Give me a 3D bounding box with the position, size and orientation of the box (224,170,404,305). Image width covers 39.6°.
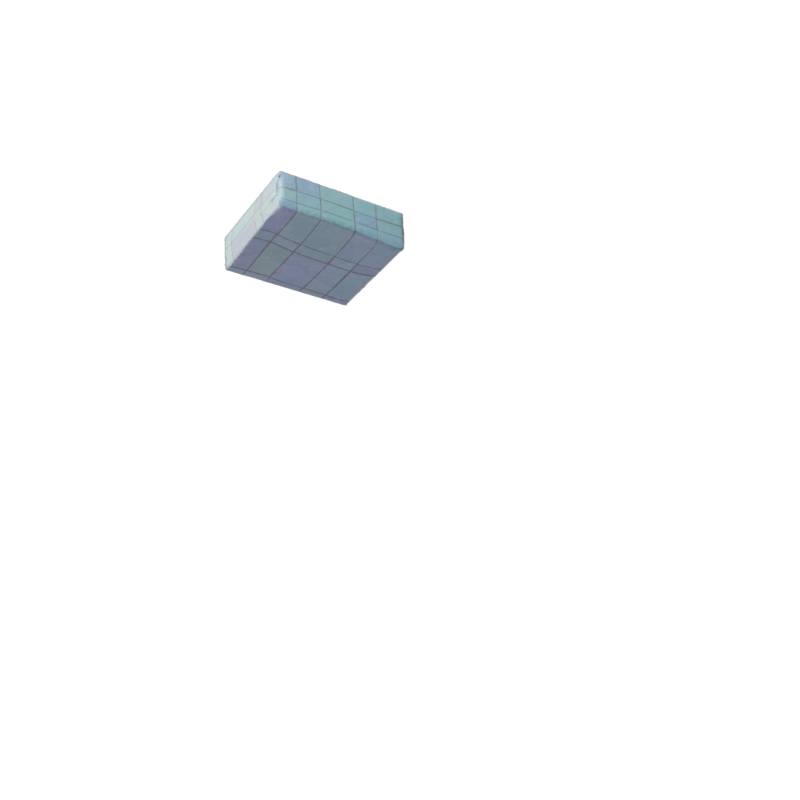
[{"bbox_3d":[-0.067,-0.122,0.851,0.108,0.042,0.088,18,-37,-26],"label":"box"}]
